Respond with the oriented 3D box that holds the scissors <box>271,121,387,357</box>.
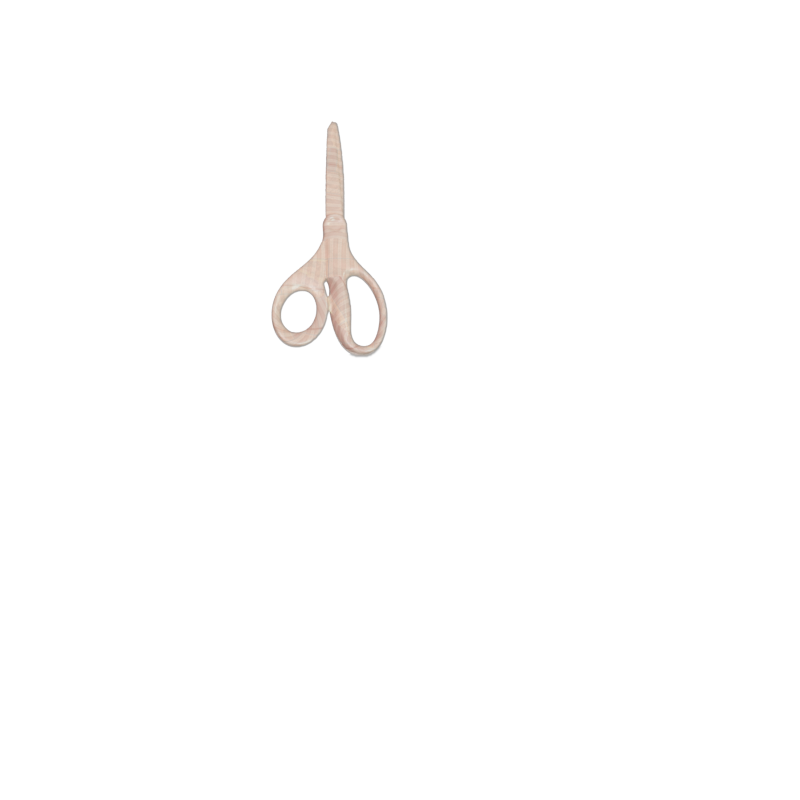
[{"bbox_3d":[-0.068,-0.123,0.865,0.096,0.214,0.015,-15,-24,-7],"label":"scissors"}]
